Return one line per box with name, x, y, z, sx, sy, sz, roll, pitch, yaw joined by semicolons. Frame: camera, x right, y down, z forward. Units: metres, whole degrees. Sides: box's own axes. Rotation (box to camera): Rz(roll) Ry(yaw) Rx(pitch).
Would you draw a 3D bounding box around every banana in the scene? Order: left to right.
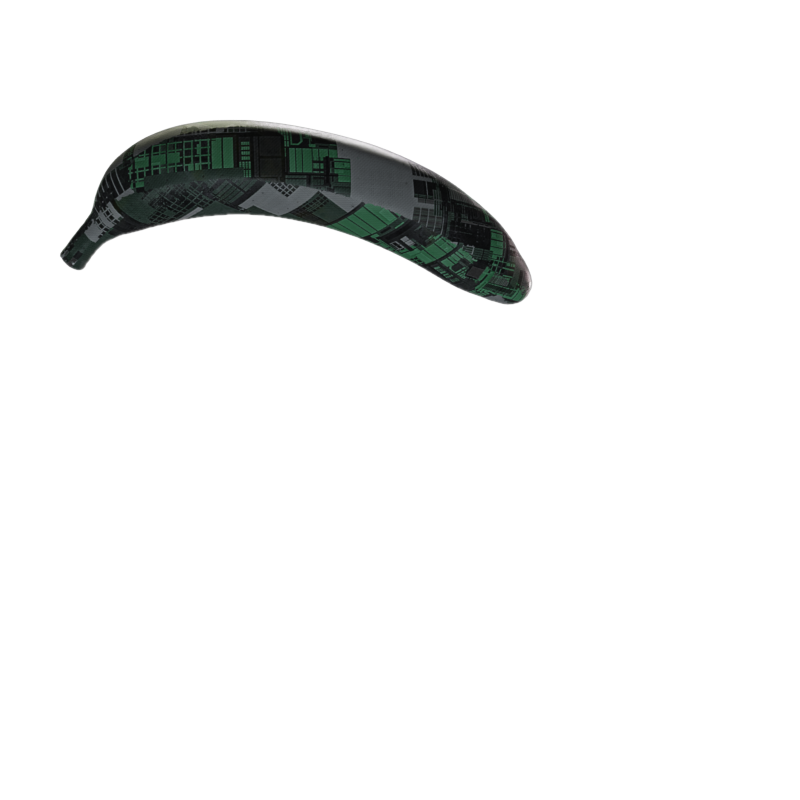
banana;-0.037;-0.079;0.453;0.196;0.065;0.039;6;43;-6
